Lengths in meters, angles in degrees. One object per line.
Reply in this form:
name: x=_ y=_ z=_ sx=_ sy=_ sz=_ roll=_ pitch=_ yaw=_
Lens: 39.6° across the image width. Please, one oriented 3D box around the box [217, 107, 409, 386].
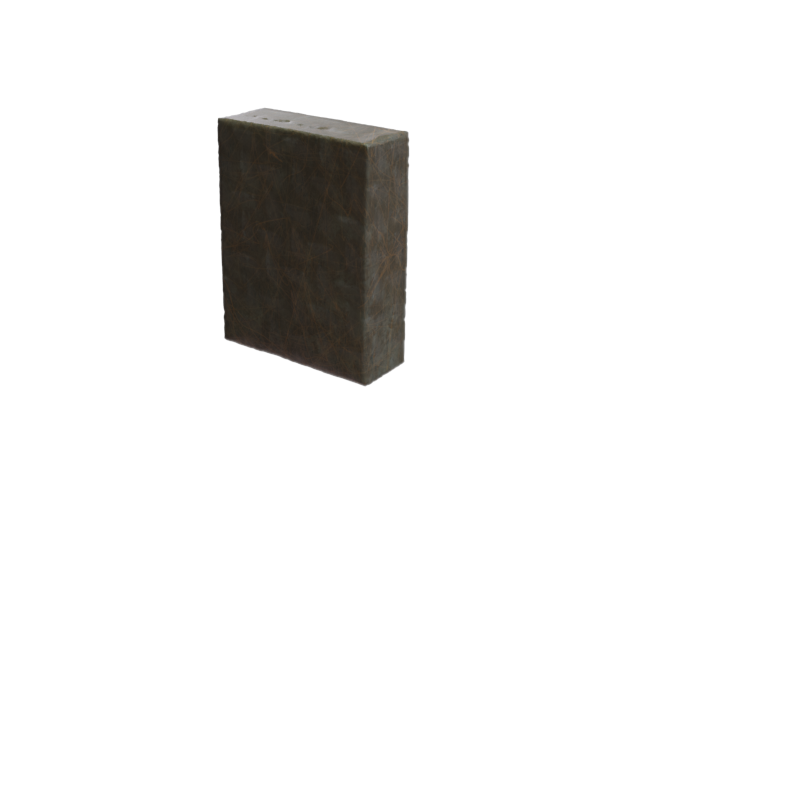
box: x=-0.076 y=-0.139 z=0.974 sx=0.173 sy=0.204 sz=0.071 roll=17 pitch=25 yaw=33
